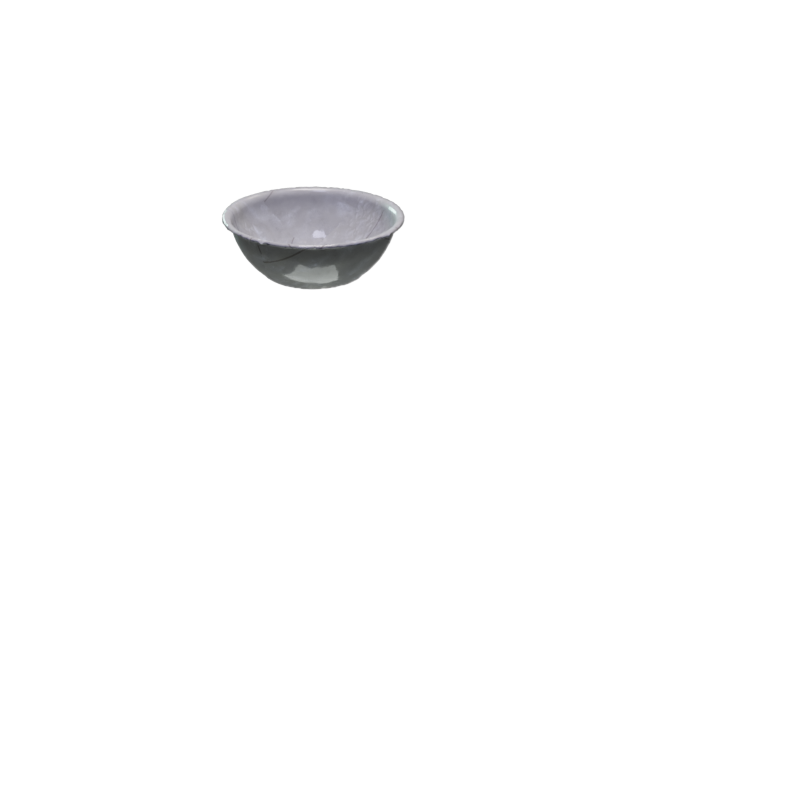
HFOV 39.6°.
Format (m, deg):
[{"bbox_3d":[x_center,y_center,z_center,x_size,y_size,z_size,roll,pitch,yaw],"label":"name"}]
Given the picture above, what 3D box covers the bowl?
[{"bbox_3d":[-0.078,-0.141,0.990,0.162,0.052,0.171,-1,27,-2],"label":"bowl"}]
